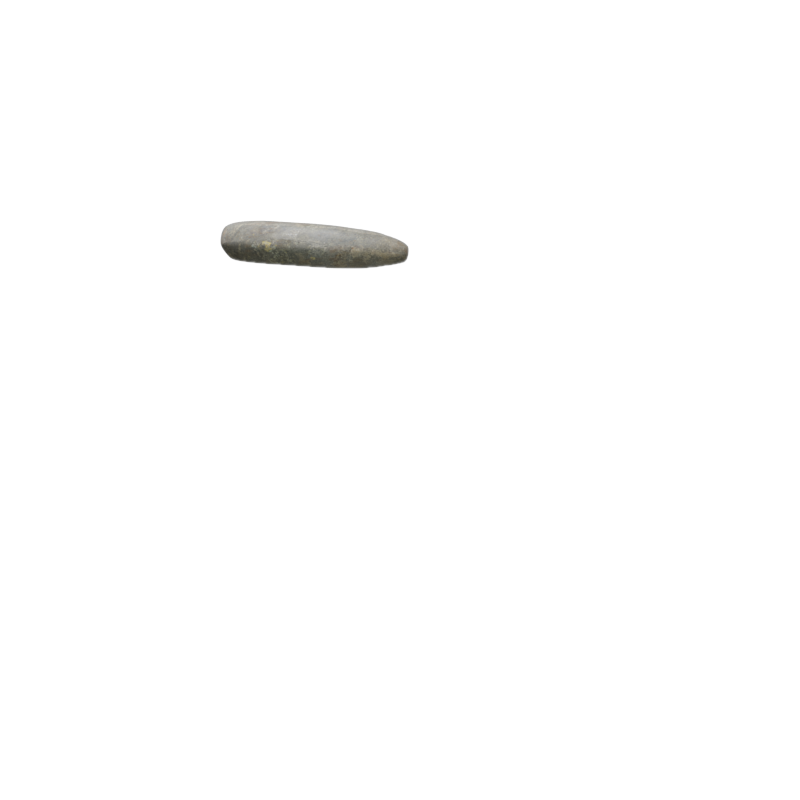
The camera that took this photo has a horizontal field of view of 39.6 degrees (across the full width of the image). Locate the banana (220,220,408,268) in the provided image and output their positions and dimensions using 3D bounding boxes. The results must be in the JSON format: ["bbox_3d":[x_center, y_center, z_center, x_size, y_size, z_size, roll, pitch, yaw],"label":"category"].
[{"bbox_3d":[-0.089,-0.134,0.947,0.207,0.036,0.068,10,14,38],"label":"banana"}]
